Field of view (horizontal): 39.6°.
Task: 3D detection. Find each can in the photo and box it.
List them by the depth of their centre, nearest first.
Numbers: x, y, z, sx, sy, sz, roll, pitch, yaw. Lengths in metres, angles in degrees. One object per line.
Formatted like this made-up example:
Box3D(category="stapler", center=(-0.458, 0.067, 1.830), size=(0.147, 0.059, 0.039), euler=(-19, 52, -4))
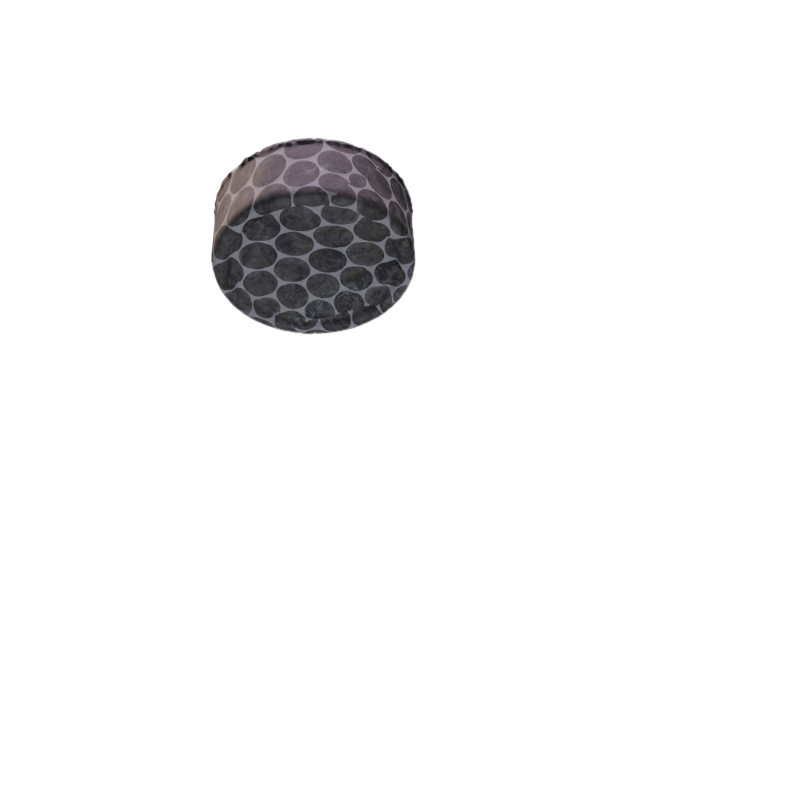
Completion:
Box3D(category="can", center=(-0.037, -0.067, 0.467), size=(0.086, 0.036, 0.080), euler=(1, -41, -1))
